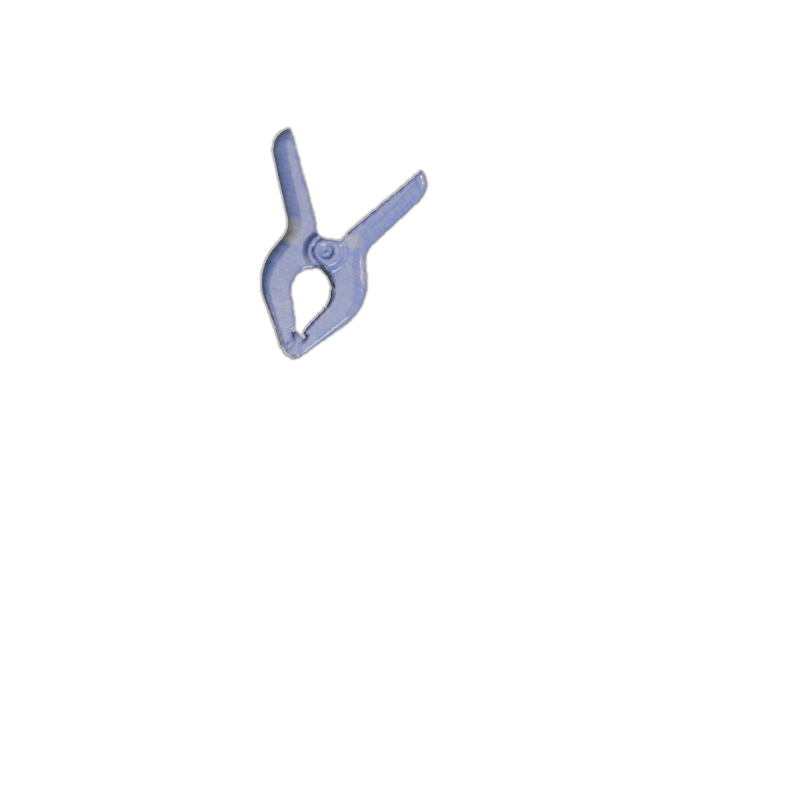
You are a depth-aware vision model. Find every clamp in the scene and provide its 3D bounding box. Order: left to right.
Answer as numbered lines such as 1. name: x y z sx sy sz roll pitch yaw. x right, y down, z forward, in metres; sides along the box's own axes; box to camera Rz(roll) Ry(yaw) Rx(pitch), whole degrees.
1. clamp: -0.065 -0.119 0.832 0.121 0.175 0.038 24 -12 5
